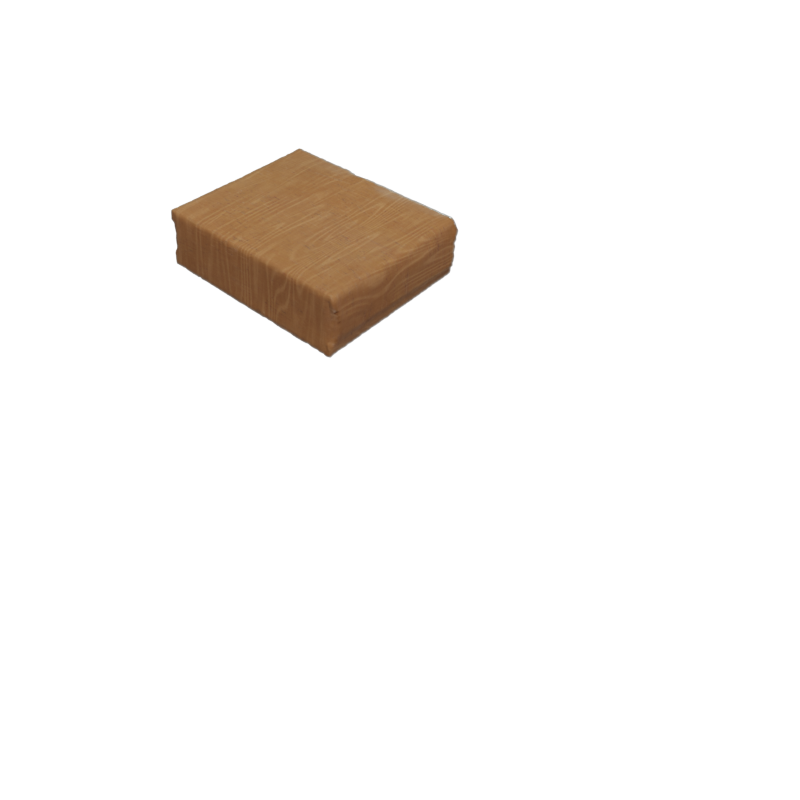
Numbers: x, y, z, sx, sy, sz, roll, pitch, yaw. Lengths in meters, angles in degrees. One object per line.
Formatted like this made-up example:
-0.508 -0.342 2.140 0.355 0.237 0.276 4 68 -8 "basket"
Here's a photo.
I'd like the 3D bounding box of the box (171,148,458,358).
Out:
-0.034 -0.063 0.440 0.095 0.028 0.073 30 47 32 "box"
